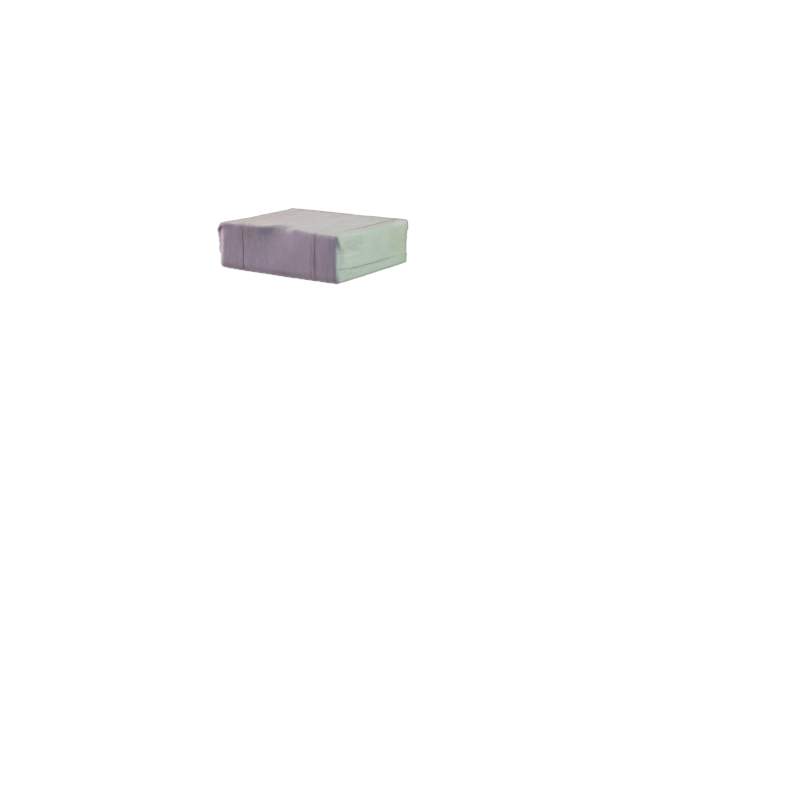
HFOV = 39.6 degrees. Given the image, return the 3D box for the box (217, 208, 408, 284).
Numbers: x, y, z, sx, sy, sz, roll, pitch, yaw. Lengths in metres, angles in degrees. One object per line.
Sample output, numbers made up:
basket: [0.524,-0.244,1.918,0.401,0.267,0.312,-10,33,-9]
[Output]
box: [-0.052,-0.094,0.658,0.093,0.029,0.072,12,20,33]
